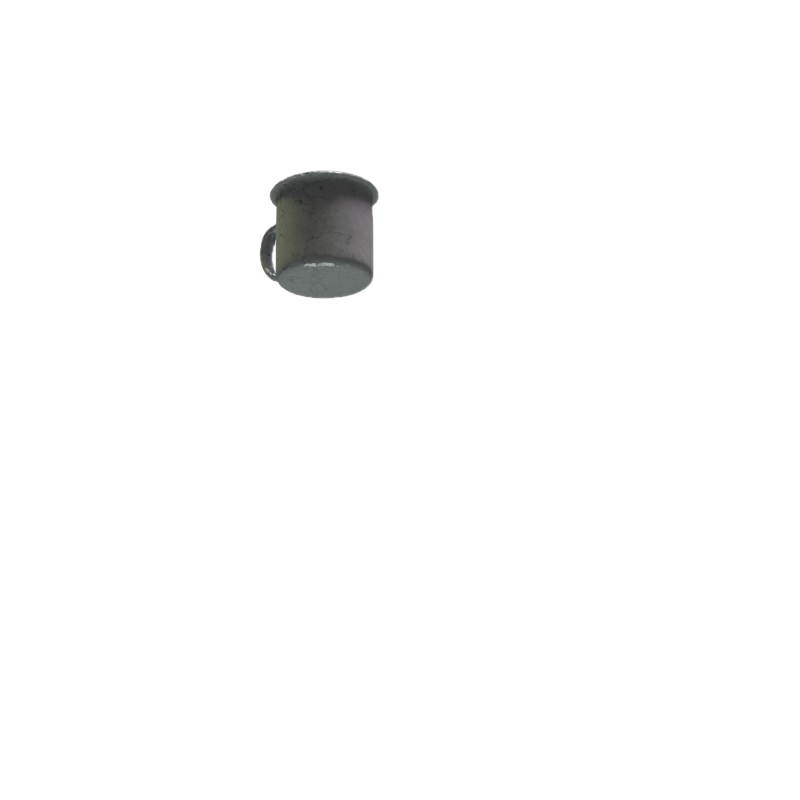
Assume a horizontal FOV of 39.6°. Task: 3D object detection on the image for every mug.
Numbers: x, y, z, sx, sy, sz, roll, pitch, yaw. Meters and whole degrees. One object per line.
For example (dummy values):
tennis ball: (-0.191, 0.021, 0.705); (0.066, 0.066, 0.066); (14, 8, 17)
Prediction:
mug: (-0.073, -0.134, 0.938); (0.119, 0.086, 0.087); (-13, -23, 34)
